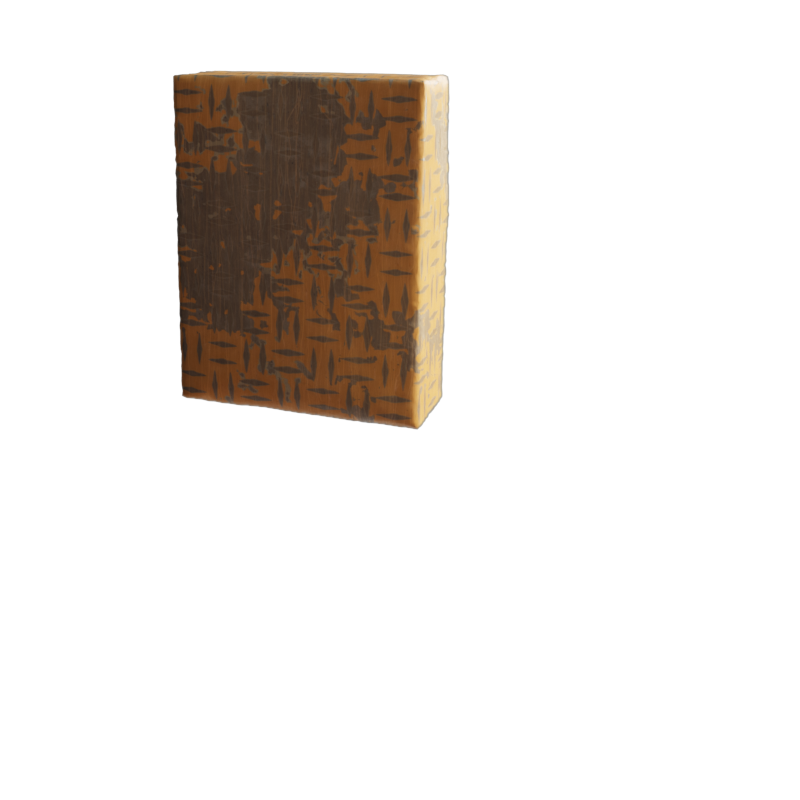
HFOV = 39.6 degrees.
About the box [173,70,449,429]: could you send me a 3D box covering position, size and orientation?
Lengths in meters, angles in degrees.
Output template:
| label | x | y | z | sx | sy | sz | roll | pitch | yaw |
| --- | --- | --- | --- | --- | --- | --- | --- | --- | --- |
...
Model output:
| label | x | y | z | sx | sy | sz | roll | pitch | yaw |
| --- | --- | --- | --- | --- | --- | --- | --- | --- | --- |
| box | -0.055 | -0.101 | 0.708 | 0.169 | 0.207 | 0.072 | 6 | 14 | 19 |
